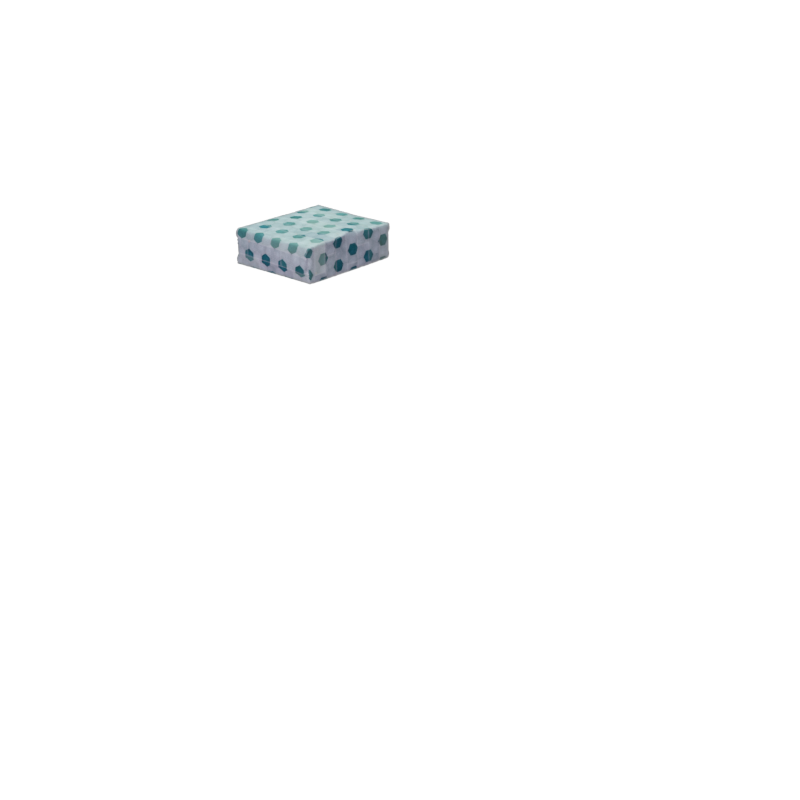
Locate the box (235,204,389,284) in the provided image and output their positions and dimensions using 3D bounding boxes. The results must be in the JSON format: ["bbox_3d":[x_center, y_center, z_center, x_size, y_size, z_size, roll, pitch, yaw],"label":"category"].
[{"bbox_3d":[-0.063,-0.115,0.805,0.077,0.029,0.088,20,30,38],"label":"box"}]
